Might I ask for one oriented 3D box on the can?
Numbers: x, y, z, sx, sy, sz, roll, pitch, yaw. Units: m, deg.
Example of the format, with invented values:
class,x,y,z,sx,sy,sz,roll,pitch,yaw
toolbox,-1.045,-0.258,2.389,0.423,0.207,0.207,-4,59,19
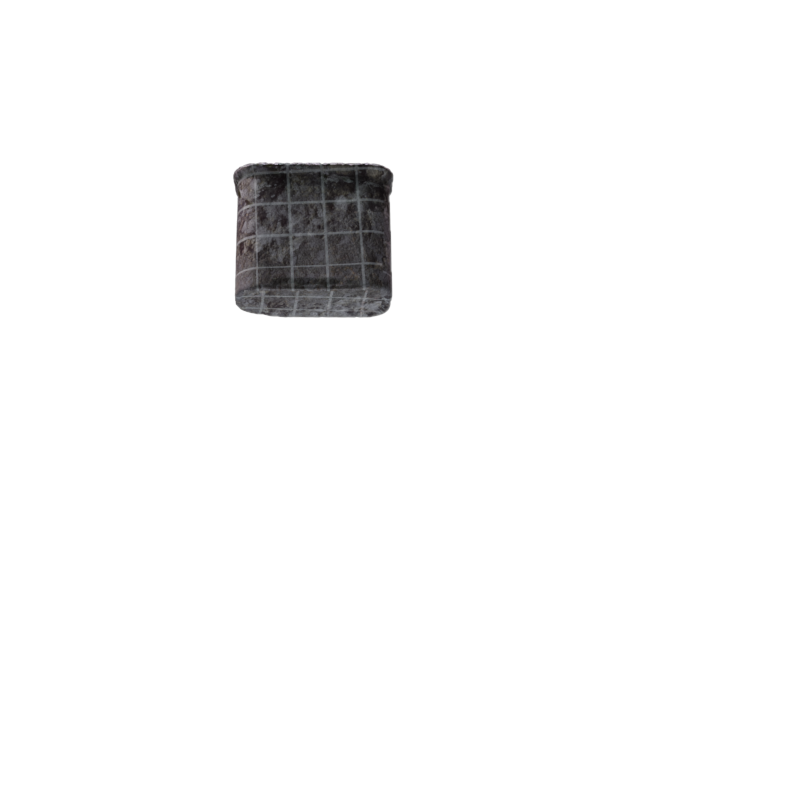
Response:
class,x,y,z,sx,sy,sz,roll,pitch,yaw
can,-0.054,-0.099,0.696,0.102,0.088,0.055,0,-20,-1
